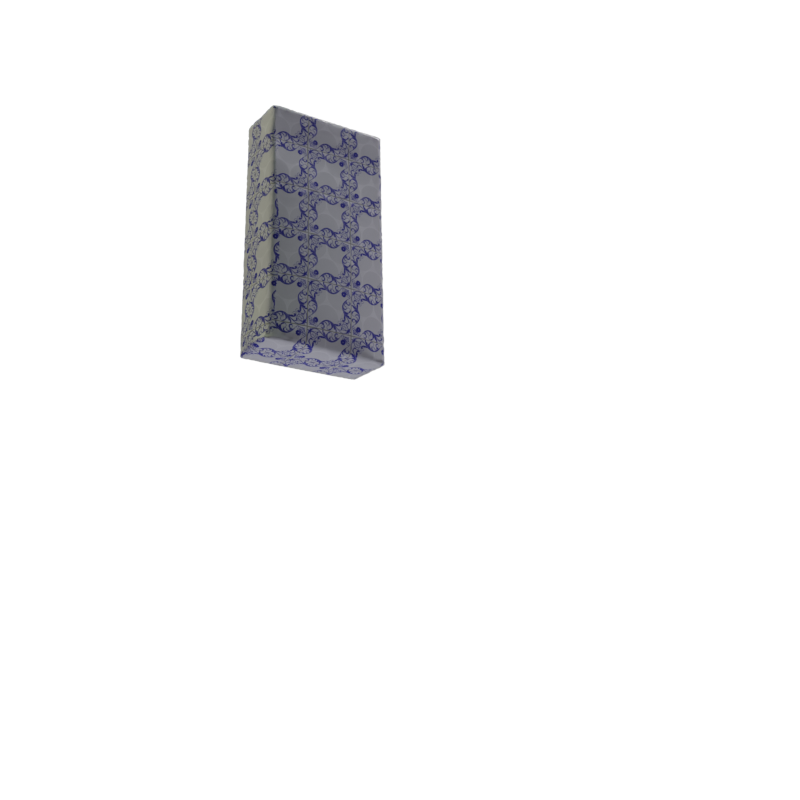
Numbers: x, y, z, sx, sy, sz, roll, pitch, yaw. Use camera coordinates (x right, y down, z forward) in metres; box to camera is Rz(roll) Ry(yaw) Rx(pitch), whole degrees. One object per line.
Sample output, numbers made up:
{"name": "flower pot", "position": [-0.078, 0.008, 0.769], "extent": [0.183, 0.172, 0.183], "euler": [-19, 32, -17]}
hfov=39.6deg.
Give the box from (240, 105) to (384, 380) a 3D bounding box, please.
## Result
{"name": "box", "position": [-0.060, -0.110, 0.770], "extent": [0.089, 0.186, 0.047], "euler": [13, -29, -29]}
